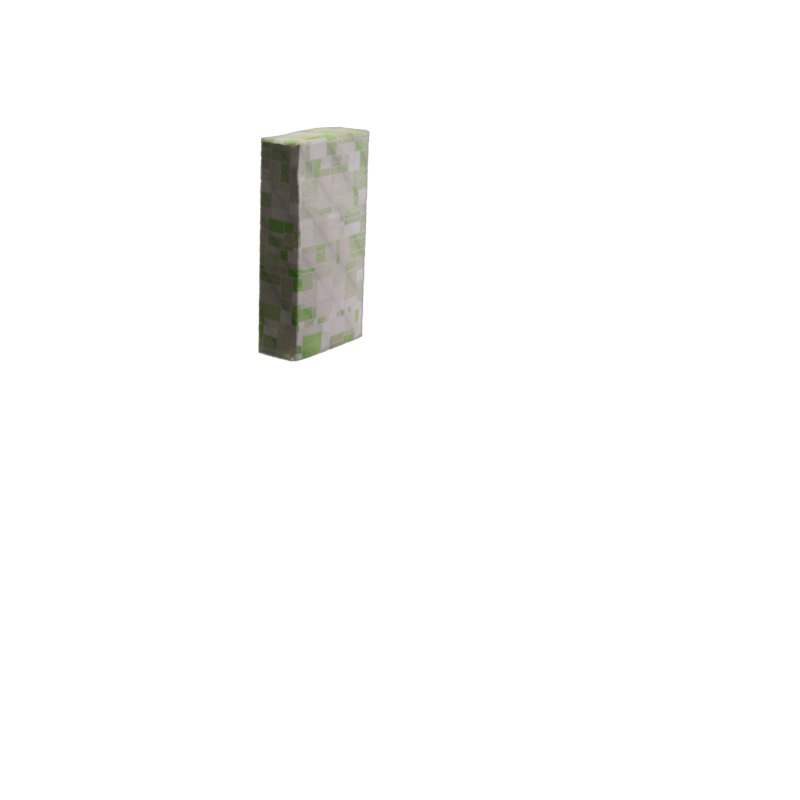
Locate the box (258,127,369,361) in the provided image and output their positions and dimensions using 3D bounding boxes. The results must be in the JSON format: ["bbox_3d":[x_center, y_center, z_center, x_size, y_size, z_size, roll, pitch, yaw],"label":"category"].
[{"bbox_3d":[-0.070,-0.127,0.887,0.050,0.171,0.092,11,17,35],"label":"box"}]
